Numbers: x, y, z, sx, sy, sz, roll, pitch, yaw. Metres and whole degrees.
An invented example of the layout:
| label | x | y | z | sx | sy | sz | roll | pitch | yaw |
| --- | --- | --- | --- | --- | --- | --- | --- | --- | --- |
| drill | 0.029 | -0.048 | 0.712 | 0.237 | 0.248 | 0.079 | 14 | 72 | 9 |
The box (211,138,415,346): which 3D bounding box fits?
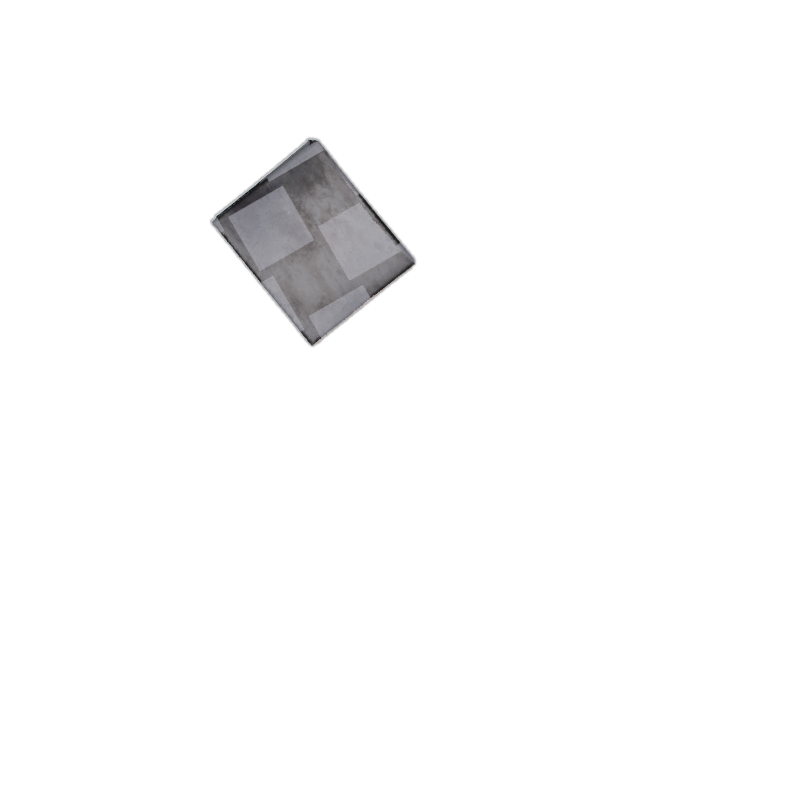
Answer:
| label | x | y | z | sx | sy | sz | roll | pitch | yaw |
| --- | --- | --- | --- | --- | --- | --- | --- | --- | --- |
| box | -0.047 | -0.086 | 0.605 | 0.073 | 0.089 | 0.030 | -39 | 2 | 1 |
